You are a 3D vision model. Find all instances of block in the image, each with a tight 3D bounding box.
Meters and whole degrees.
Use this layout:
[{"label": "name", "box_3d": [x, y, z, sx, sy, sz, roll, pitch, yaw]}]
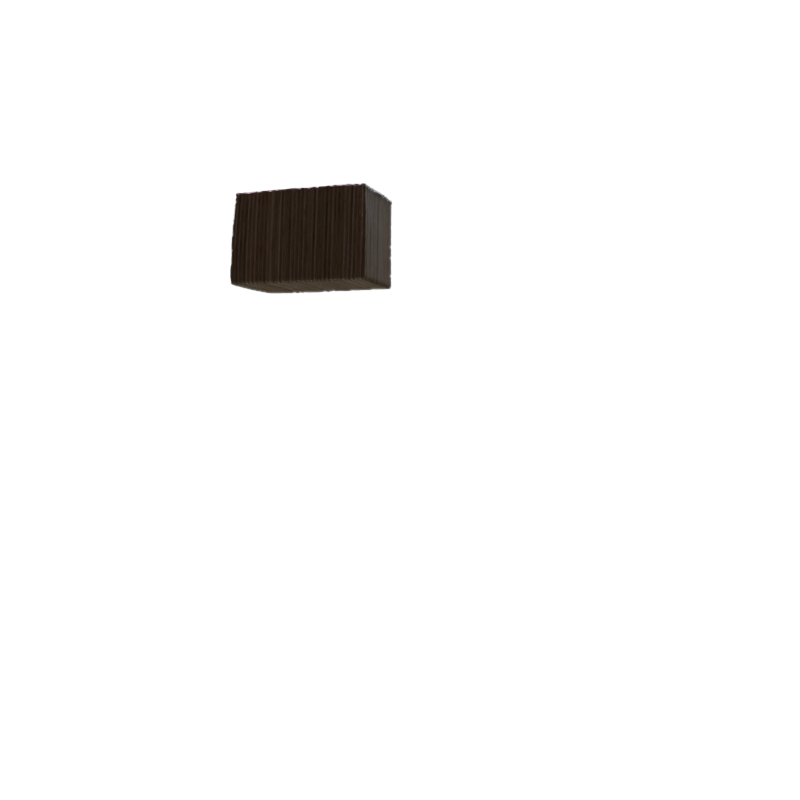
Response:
[{"label": "block", "box_3d": [-0.048, -0.088, 0.615, 0.080, 0.052, 0.051, -1, -5, 19]}]
